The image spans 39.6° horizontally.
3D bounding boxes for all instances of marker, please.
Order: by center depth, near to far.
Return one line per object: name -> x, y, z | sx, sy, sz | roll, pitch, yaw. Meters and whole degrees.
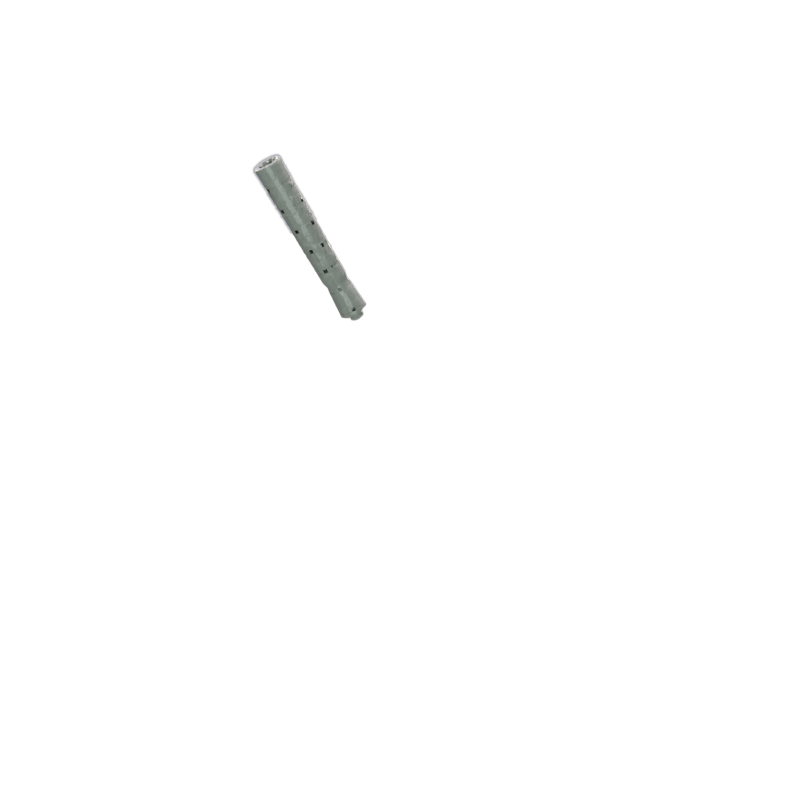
marker -> -0.056, -0.102, 0.713 | 0.020, 0.115, 0.021 | -28, 19, 10
